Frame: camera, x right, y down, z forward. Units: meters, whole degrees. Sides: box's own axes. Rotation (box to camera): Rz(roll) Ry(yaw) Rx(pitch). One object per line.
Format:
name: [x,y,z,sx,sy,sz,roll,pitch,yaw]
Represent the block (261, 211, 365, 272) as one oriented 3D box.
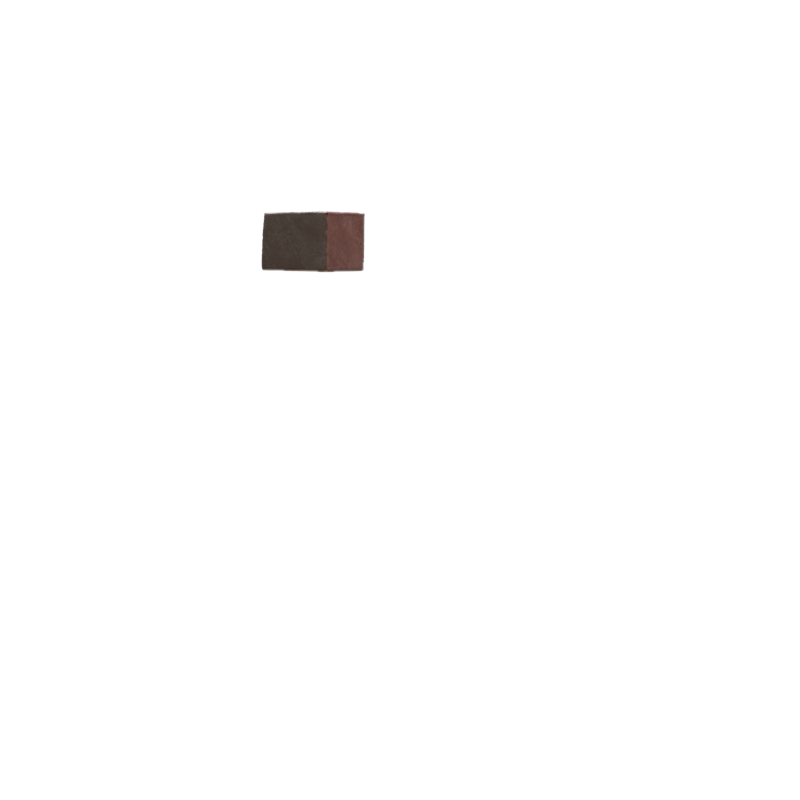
block: [-0.076,-0.139,0.971,0.081,0.051,0.051,5,6,39]
